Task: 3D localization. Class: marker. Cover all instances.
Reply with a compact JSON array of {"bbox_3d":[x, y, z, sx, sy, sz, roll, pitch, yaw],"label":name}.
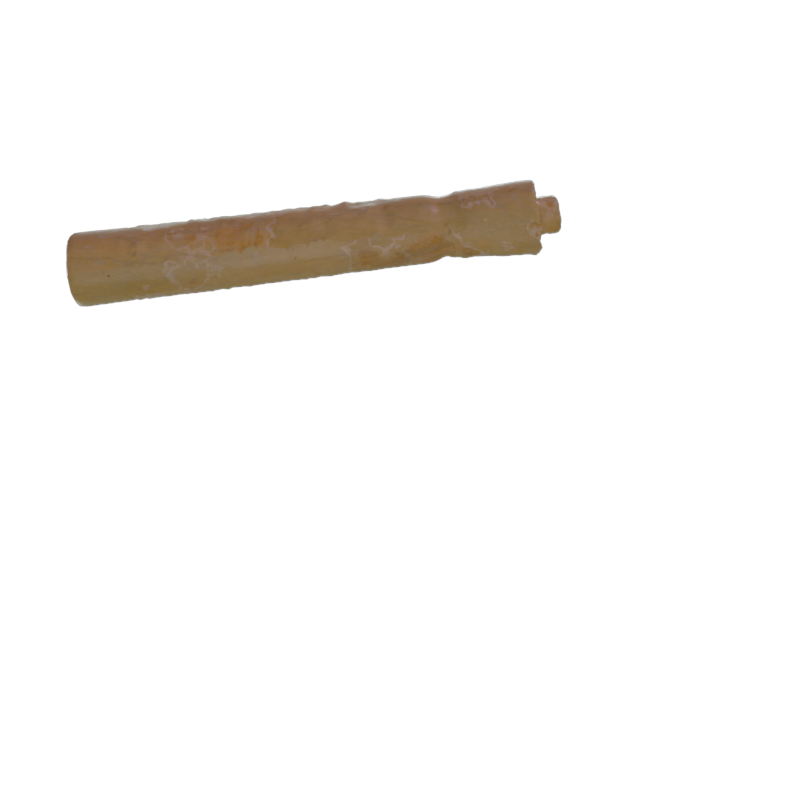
[{"bbox_3d":[-0.022,-0.039,0.275,0.121,0.020,0.020,-6,4,4],"label":"marker"}]
